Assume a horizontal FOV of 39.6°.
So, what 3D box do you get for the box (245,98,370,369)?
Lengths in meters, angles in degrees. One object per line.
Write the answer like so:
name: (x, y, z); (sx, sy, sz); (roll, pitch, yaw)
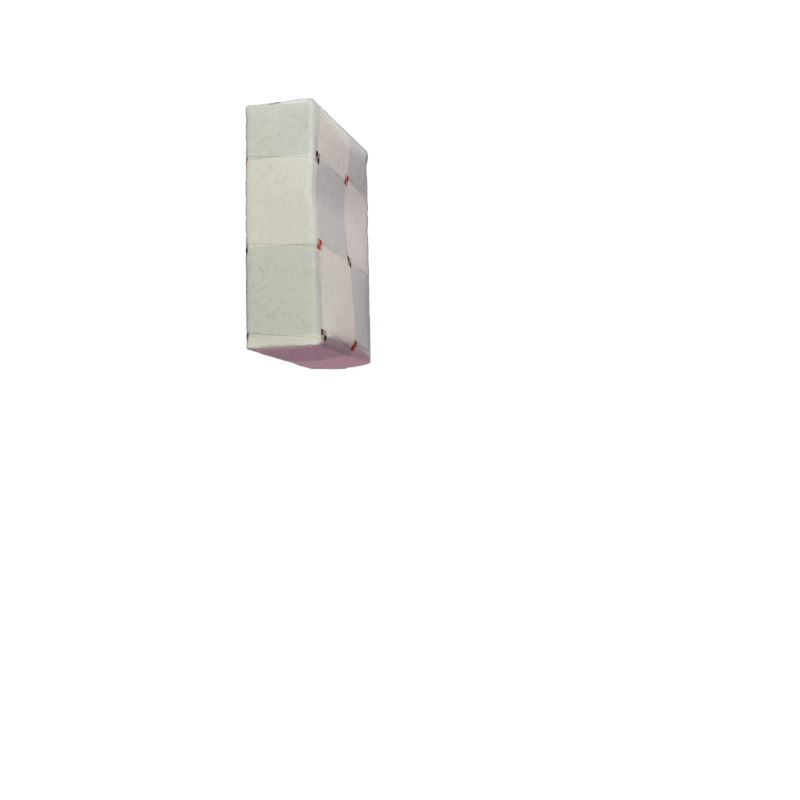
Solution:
box: (-0.078, -0.142, 0.993); (0.073, 0.220, 0.157); (-4, -11, 16)
